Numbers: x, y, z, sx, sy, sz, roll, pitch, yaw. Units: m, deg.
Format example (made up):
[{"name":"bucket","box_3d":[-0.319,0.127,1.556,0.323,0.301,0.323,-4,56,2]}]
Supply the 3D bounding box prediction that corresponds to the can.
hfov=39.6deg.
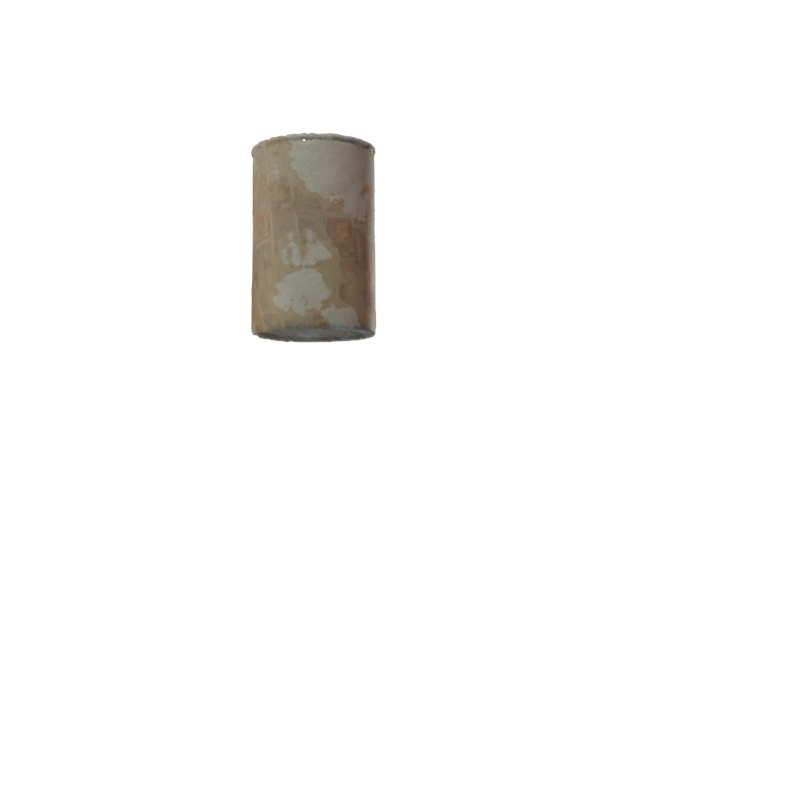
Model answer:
[{"name":"can","box_3d":[-0.047,-0.085,0.596,0.068,0.105,0.067,0,-9,-2]}]
